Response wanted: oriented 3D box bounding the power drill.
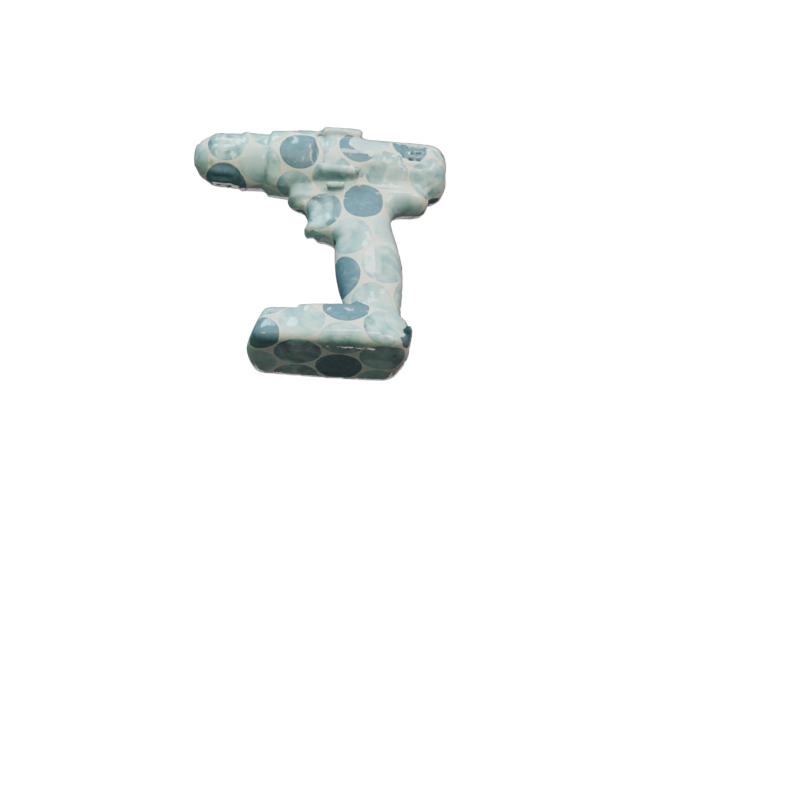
[{"bbox_3d":[-0.060,-0.110,0.771,0.185,0.200,0.054,2,-31,1],"label":"power drill"}]
